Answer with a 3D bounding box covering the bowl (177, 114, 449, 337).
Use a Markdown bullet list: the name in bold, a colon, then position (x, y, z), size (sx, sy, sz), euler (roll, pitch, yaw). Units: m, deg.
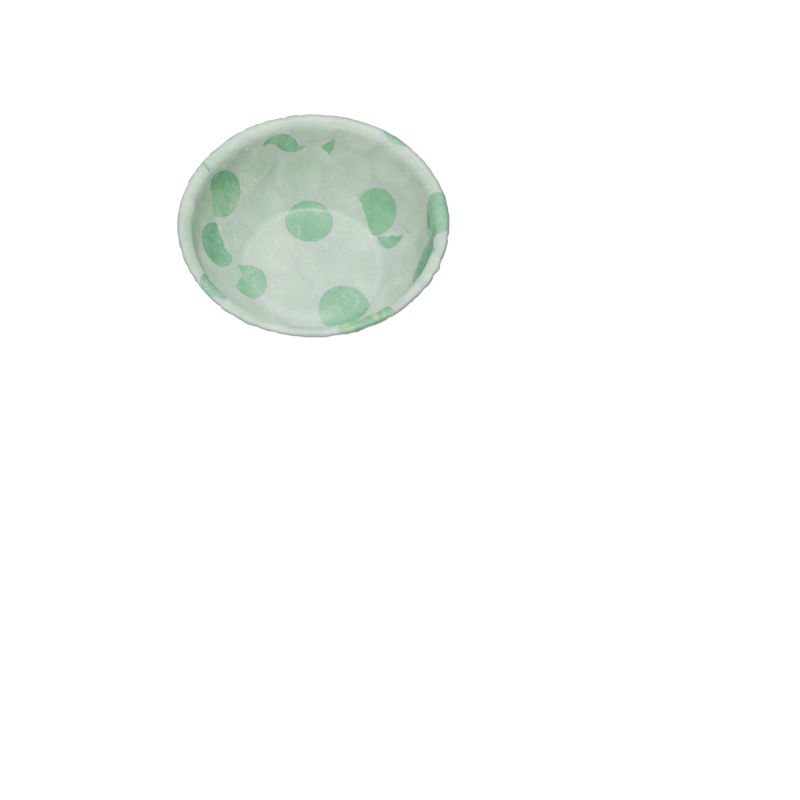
- **bowl**: position (-0.053, -0.097, 0.680), size (0.162, 0.173, 0.052), euler (-1, -32, -1)
